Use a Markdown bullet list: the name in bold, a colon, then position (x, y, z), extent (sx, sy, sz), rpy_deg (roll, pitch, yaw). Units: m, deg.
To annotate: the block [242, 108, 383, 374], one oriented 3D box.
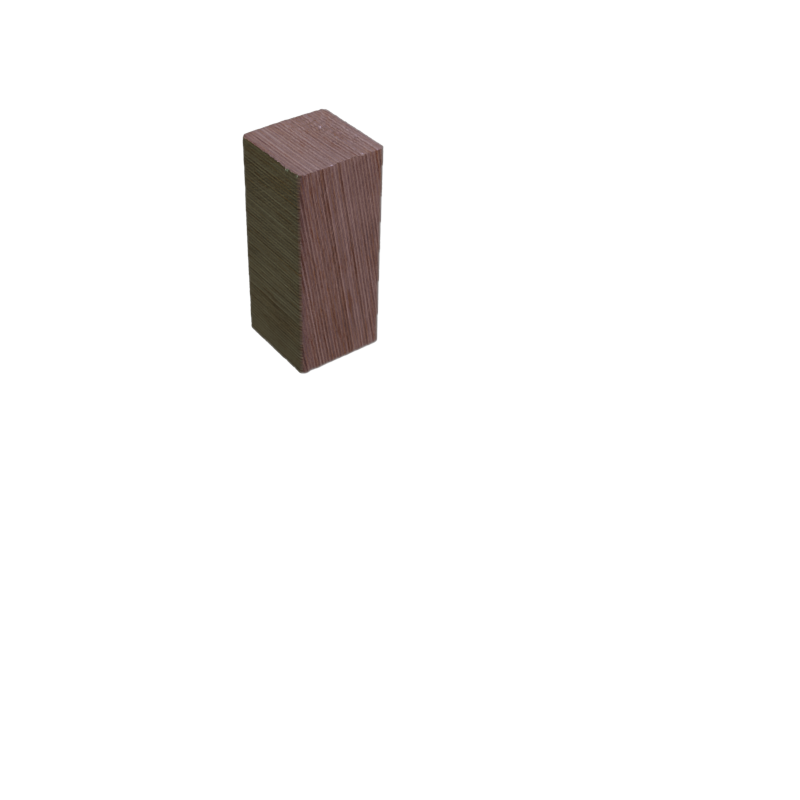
- **block**: position (-0.078, -0.141, 0.989), extent (0.089, 0.193, 0.098), rpy_deg (-23, 44, -30)
